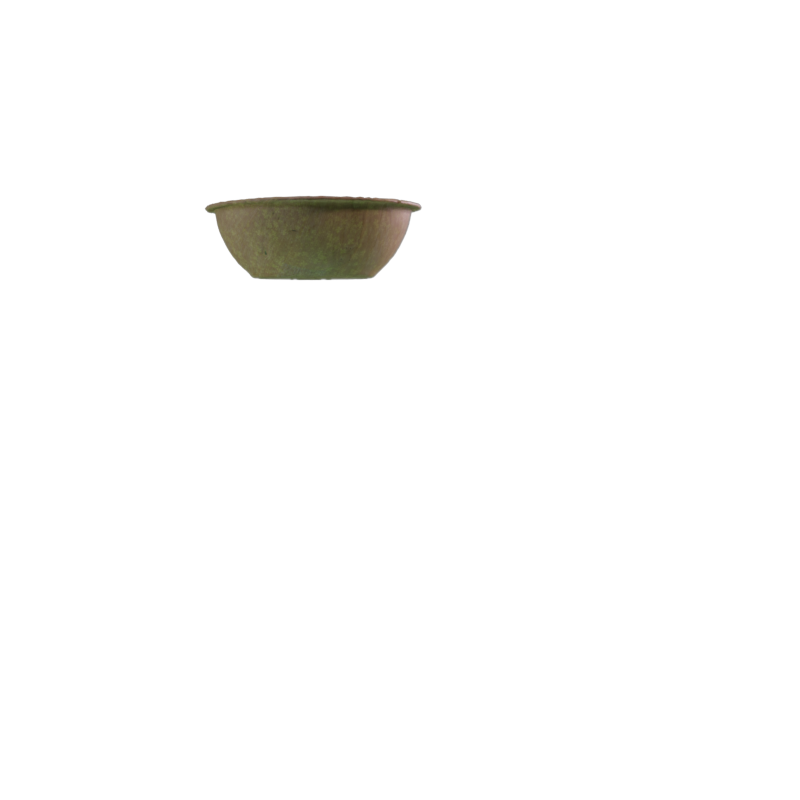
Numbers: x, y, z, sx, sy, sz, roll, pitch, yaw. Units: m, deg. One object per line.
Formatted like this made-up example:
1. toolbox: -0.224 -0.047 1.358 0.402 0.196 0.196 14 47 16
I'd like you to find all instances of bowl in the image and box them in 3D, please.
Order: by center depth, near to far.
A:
1. bowl: -0.065 -0.118 0.830 0.162 0.055 0.162 0 4 -2
